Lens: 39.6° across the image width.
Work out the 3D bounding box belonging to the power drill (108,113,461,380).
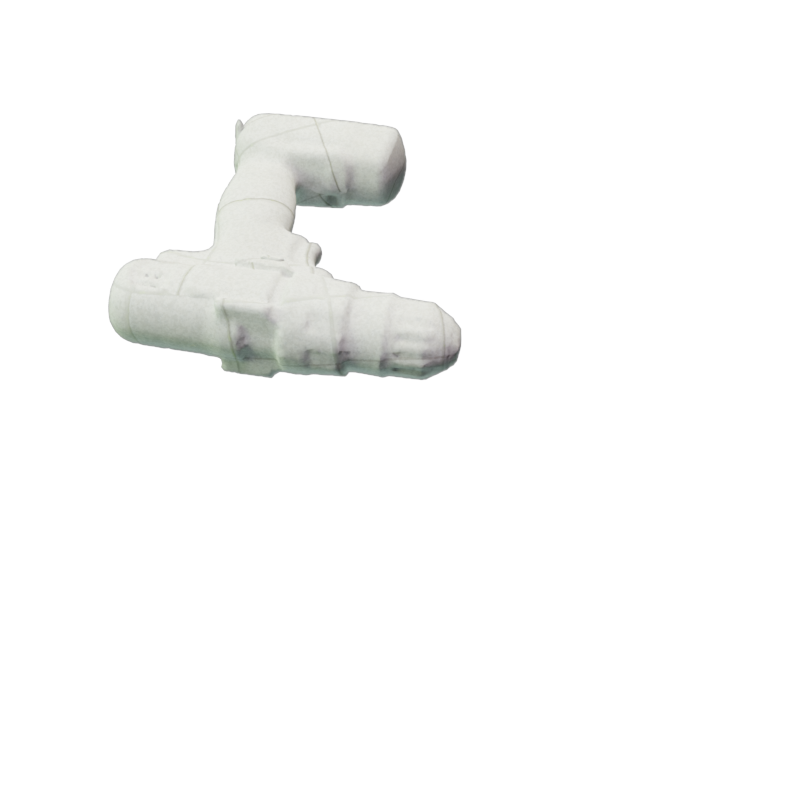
[{"bbox_3d":[-0.049,-0.089,0.622,0.187,0.053,0.198,8,42,9],"label":"power drill"}]
